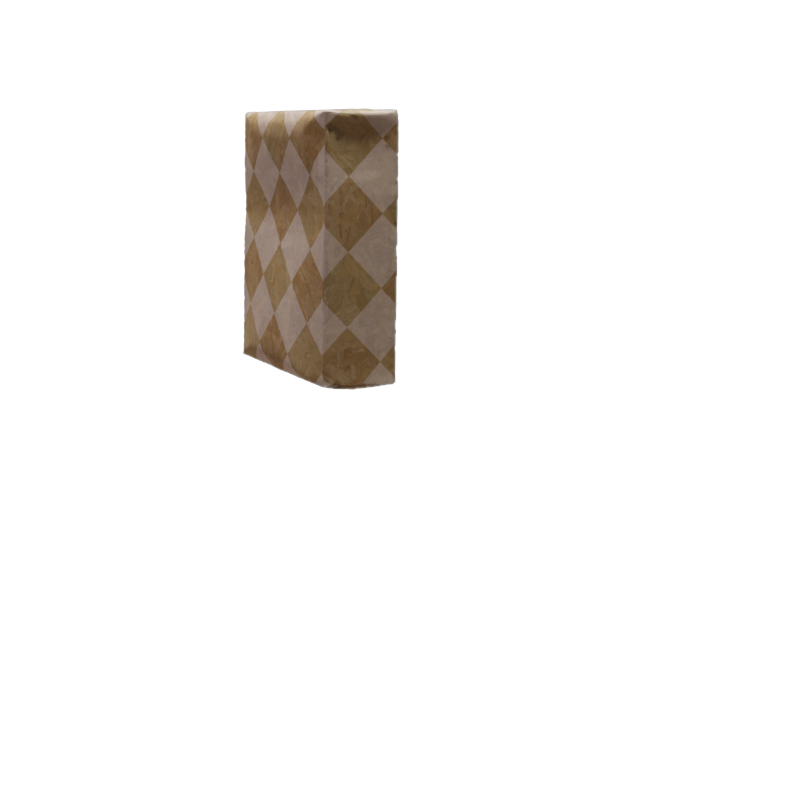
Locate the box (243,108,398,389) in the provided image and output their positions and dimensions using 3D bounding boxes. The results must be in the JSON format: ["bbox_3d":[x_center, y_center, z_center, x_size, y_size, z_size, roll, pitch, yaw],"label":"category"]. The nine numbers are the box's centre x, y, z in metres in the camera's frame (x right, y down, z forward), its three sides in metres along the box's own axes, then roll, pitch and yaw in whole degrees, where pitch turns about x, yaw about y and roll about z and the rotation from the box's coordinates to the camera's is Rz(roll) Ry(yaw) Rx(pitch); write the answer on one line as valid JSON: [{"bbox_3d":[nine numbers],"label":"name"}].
[{"bbox_3d":[-0.071,-0.129,0.903,0.070,0.210,0.172,-3,9,-28],"label":"box"}]
